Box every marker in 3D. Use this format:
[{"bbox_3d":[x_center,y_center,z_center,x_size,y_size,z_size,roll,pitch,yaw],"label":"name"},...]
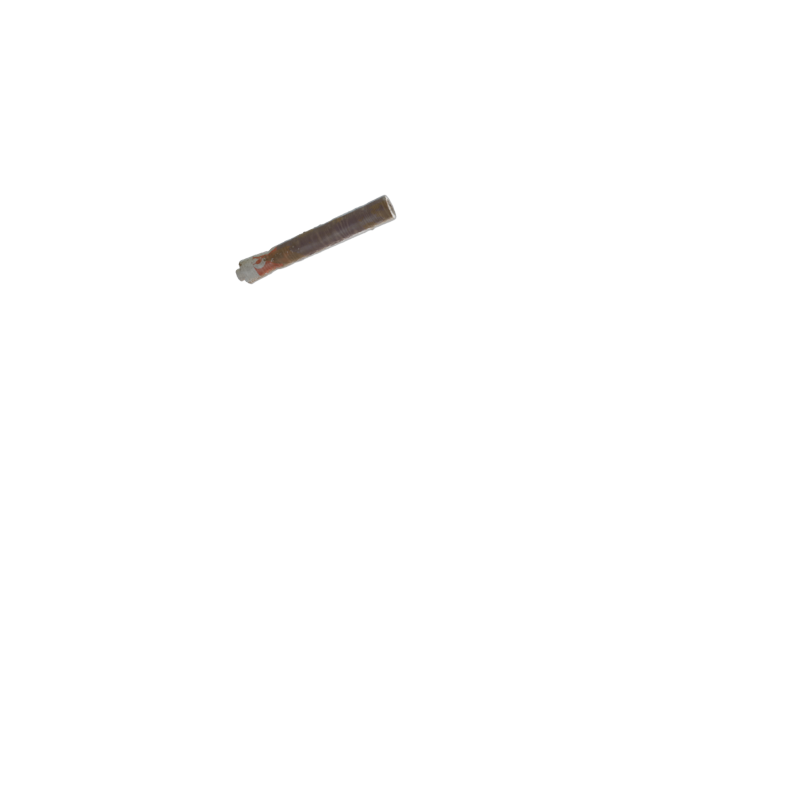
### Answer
[{"bbox_3d":[-0.061,-0.111,0.777,0.121,0.020,0.019,-22,-1,14],"label":"marker"}]
